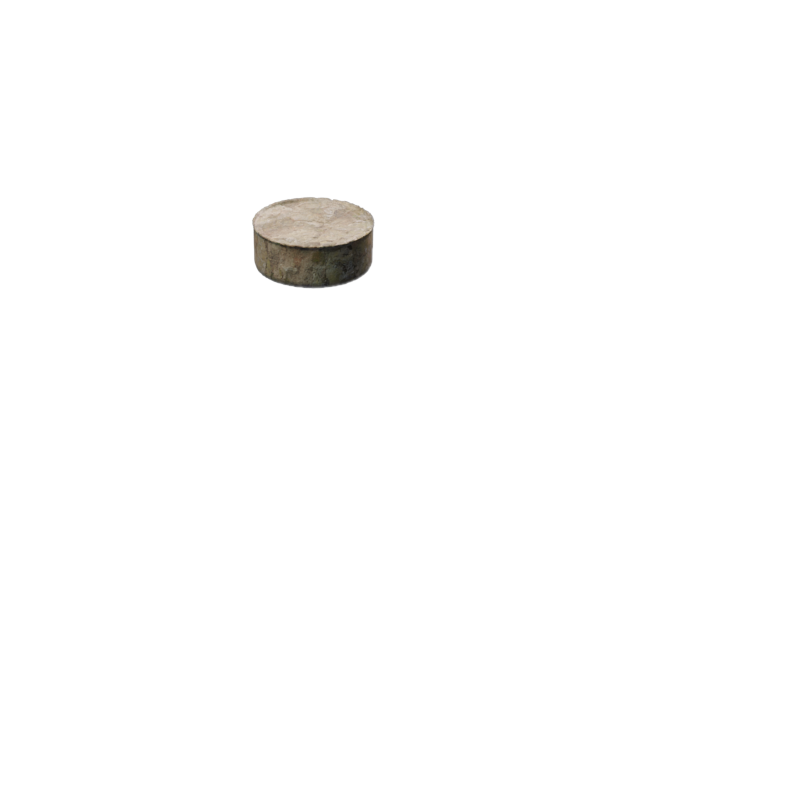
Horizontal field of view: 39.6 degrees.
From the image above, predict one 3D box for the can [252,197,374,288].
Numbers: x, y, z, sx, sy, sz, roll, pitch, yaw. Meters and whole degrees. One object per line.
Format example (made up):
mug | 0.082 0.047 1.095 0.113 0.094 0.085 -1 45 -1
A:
can | -0.061 -0.112 0.783 0.086 0.032 0.091 -1 31 -2
